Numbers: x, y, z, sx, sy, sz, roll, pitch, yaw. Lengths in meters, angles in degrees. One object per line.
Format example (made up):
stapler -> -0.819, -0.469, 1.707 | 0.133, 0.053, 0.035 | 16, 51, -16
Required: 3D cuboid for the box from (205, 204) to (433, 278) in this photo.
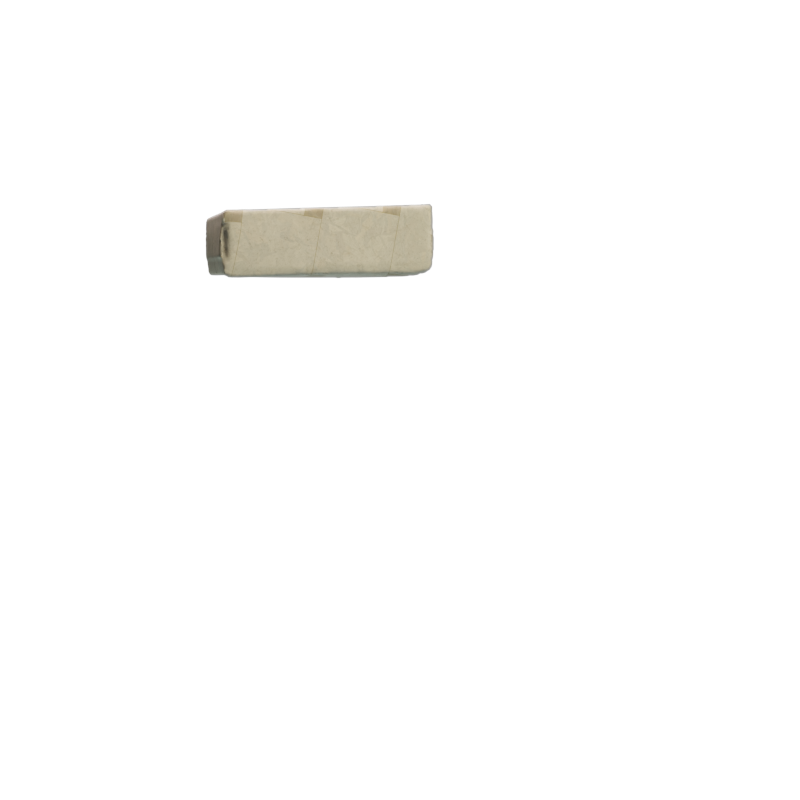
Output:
box -> -0.048, -0.087, 0.610 | 0.112, 0.039, 0.092 | -2, 7, -13
